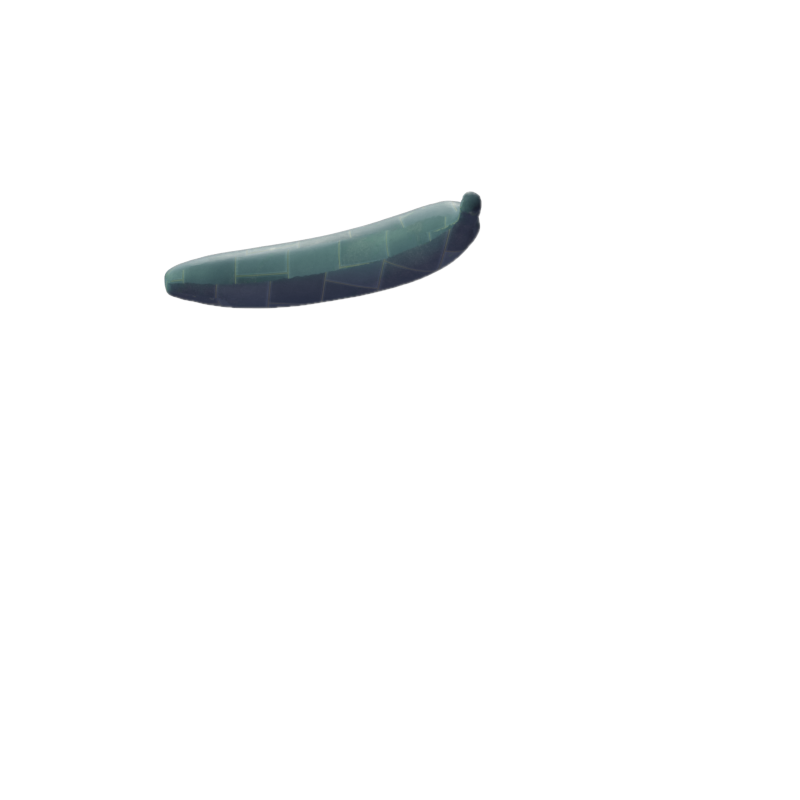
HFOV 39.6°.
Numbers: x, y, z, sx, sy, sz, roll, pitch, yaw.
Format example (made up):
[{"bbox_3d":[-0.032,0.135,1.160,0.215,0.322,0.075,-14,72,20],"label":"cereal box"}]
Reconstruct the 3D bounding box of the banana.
[{"bbox_3d":[-0.035,-0.081,0.616,0.201,0.039,0.065,-12,-26,26],"label":"banana"}]
